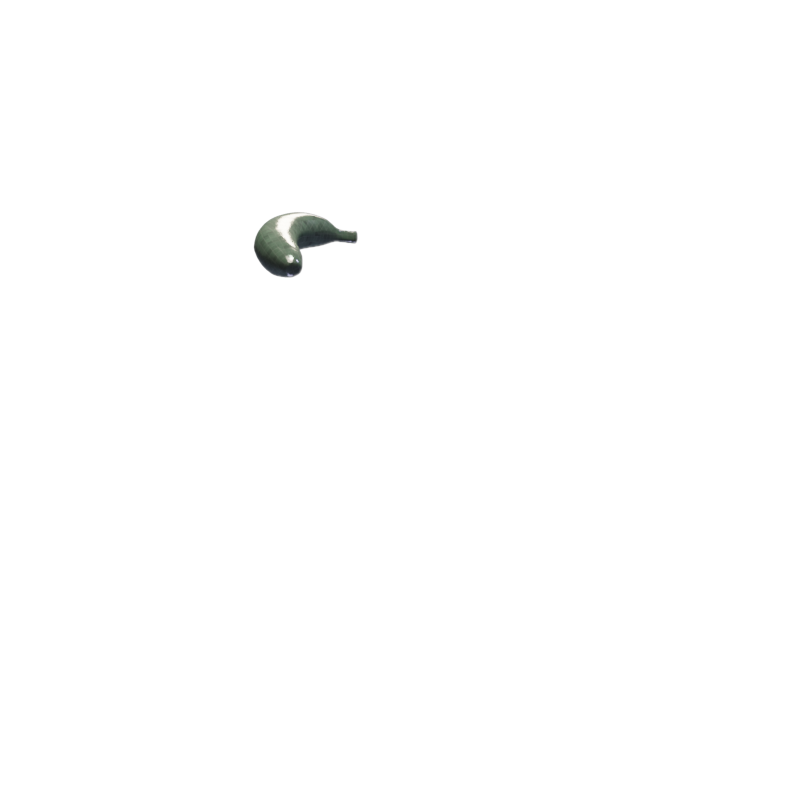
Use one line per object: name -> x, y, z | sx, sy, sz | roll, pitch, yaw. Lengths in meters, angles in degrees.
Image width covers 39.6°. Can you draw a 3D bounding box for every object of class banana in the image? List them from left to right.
banana -> -0.094, -0.143, 0.992 | 0.071, 0.035, 0.200 | 4, 18, 13
